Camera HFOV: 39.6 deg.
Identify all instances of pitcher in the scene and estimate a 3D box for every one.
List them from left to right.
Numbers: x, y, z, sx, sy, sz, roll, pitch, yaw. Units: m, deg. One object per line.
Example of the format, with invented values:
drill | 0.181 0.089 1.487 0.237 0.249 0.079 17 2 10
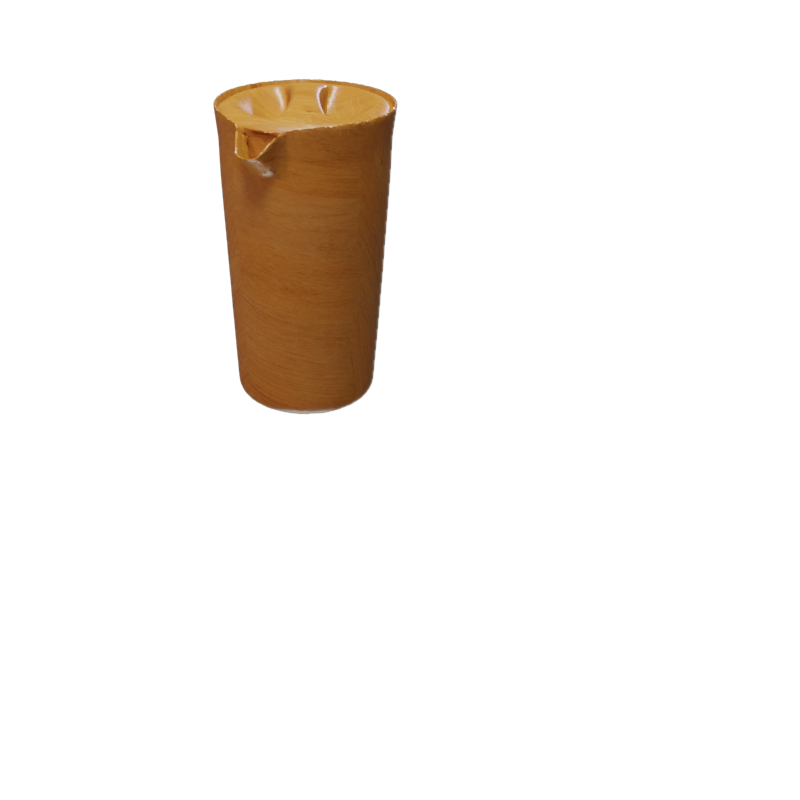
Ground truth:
pitcher | -0.067 -0.122 0.855 0.147 0.230 0.155 -8 27 -19
